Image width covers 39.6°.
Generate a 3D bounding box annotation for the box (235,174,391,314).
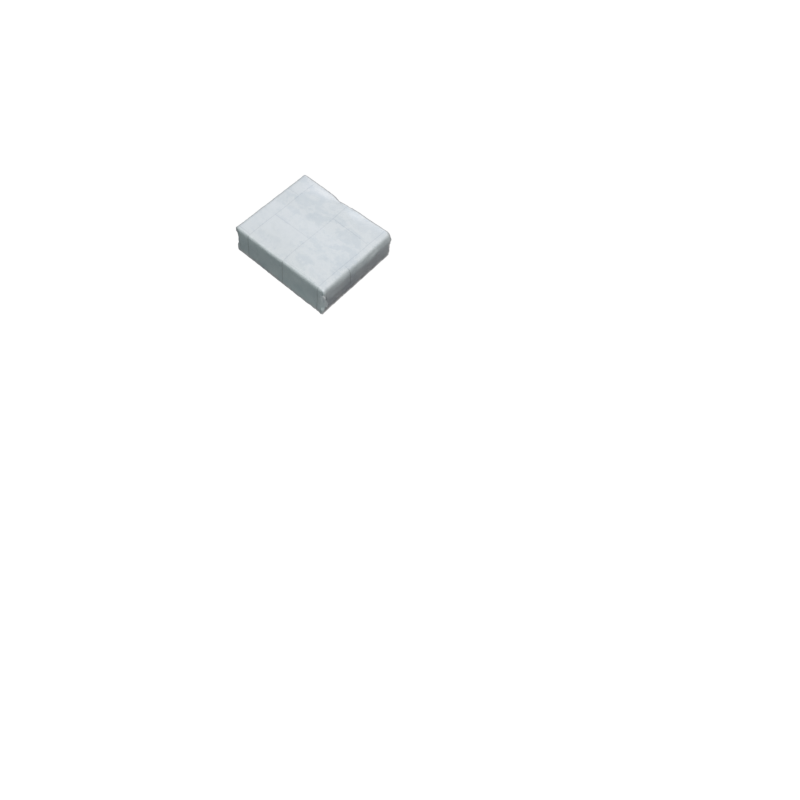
[{"bbox_3d":[-0.063,-0.116,0.810,0.094,0.074,0.028,37,-28,23],"label":"box"}]
